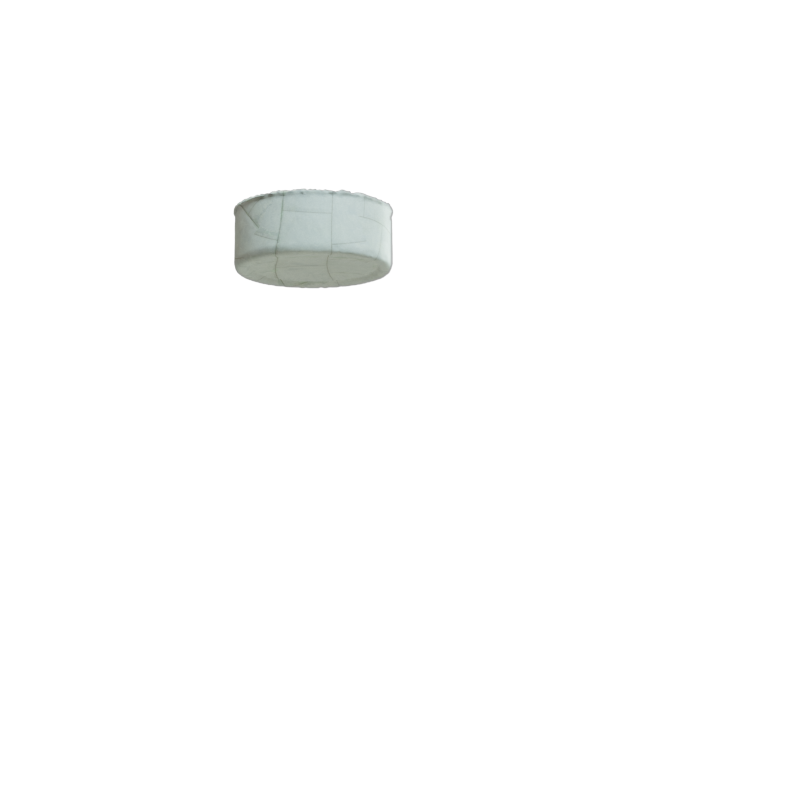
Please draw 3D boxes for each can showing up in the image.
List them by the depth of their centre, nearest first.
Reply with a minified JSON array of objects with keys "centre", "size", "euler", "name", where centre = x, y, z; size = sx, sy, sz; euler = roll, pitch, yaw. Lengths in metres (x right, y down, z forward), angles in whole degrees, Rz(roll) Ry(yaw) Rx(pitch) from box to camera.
[{"centre":[-0.046,-0.085,0.592],"size":[0.086,0.034,0.084],"euler":[0,-8,-2],"name":"can"}]
